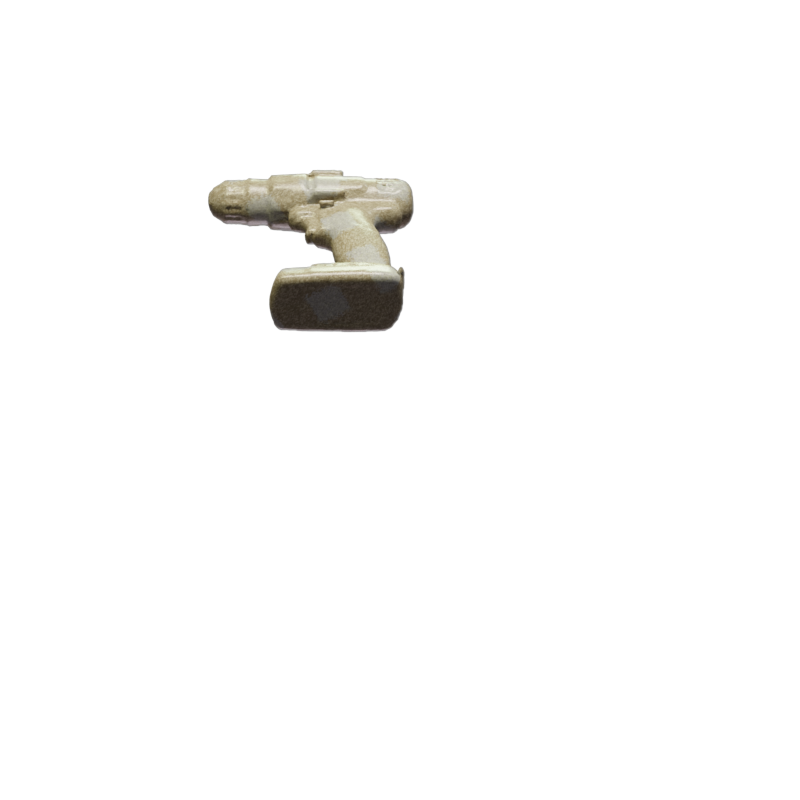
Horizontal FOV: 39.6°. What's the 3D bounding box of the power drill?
[{"bbox_3d":[-0.074,-0.134,0.939,0.184,0.054,0.201,-2,39,-3],"label":"power drill"}]
